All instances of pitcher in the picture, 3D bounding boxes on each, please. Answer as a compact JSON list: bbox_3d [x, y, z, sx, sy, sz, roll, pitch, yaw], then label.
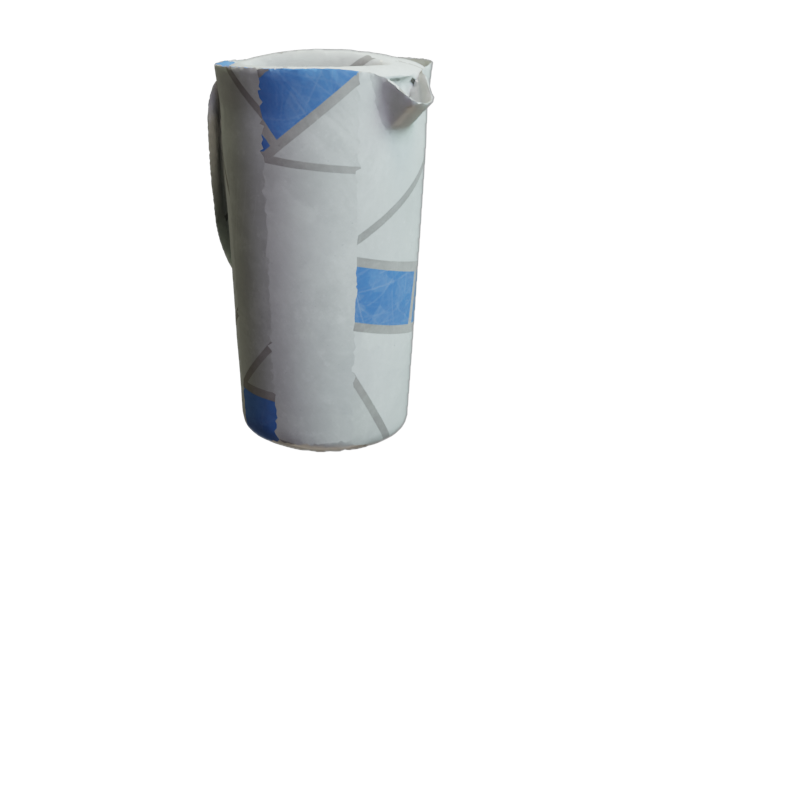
[{"bbox_3d":[-0.055,-0.101,0.708,0.145,0.235,0.154,0,15,-2],"label":"pitcher"}]
